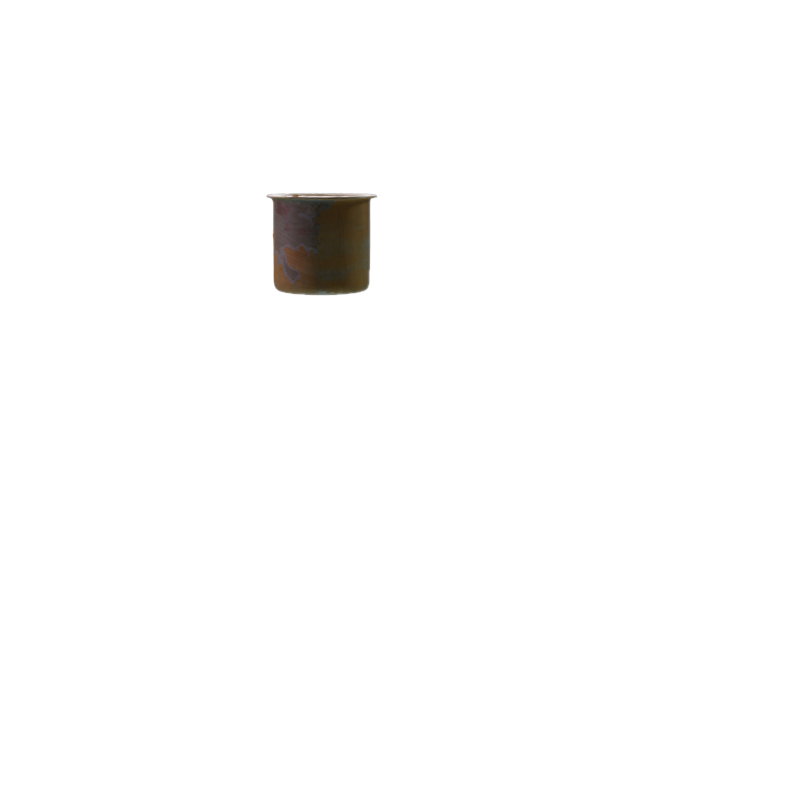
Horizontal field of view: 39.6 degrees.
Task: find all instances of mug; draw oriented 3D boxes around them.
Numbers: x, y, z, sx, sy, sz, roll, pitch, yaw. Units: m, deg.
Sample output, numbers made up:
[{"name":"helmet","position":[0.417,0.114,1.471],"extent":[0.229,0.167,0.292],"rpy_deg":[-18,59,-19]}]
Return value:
[{"name":"mug","position":[-0.074,-0.135,0.944],"extent":[0.090,0.080,0.123],"rpy_deg":[-7,12,-38]}]
